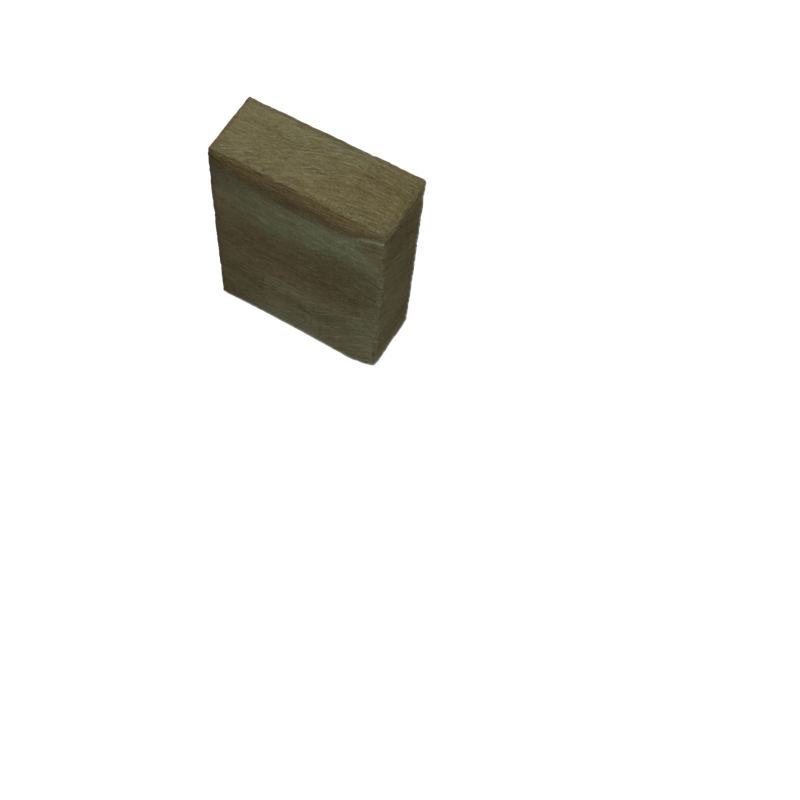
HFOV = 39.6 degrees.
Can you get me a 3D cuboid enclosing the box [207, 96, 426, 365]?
[{"bbox_3d":[-0.073,-0.133,0.933,0.170,0.074,0.201,29,-26,13],"label":"box"}]
